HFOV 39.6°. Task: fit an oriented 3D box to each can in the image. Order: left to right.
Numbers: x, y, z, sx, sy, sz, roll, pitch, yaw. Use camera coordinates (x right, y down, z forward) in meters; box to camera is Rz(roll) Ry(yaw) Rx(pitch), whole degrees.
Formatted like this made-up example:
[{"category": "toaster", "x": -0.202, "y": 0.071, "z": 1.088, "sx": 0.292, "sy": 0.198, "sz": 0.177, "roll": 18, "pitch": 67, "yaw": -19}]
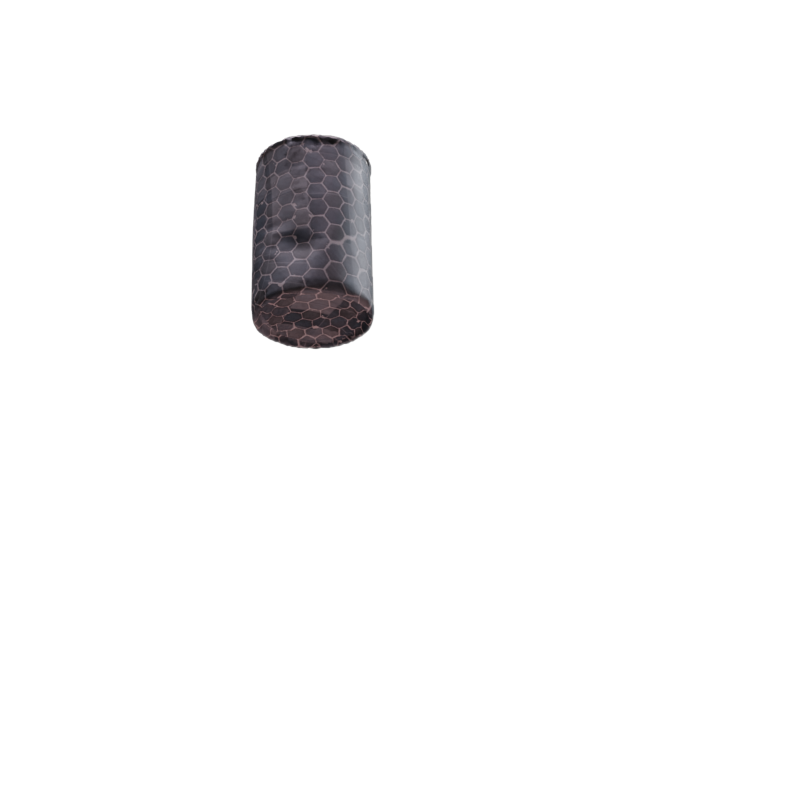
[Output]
[{"category": "can", "x": -0.049, "y": -0.089, "z": 0.622, "sx": 0.068, "sy": 0.109, "sz": 0.064, "roll": 0, "pitch": -30, "yaw": -2}]
